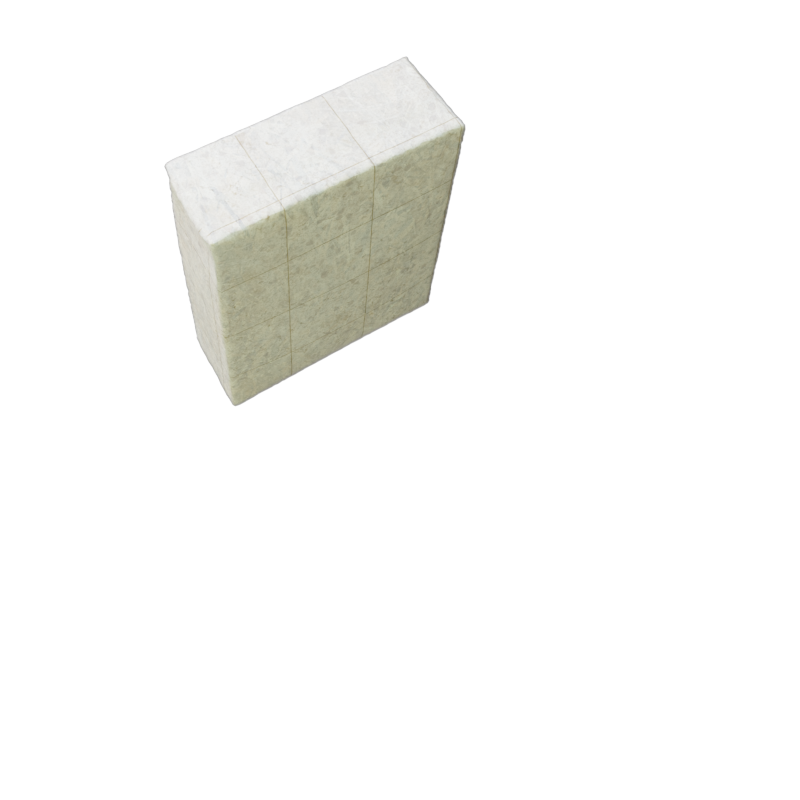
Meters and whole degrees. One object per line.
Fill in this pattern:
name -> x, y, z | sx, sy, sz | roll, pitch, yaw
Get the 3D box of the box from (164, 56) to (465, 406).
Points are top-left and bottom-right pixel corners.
box -> -0.055, -0.101, 0.707 | 0.164, 0.076, 0.201 | -28, -21, -16
